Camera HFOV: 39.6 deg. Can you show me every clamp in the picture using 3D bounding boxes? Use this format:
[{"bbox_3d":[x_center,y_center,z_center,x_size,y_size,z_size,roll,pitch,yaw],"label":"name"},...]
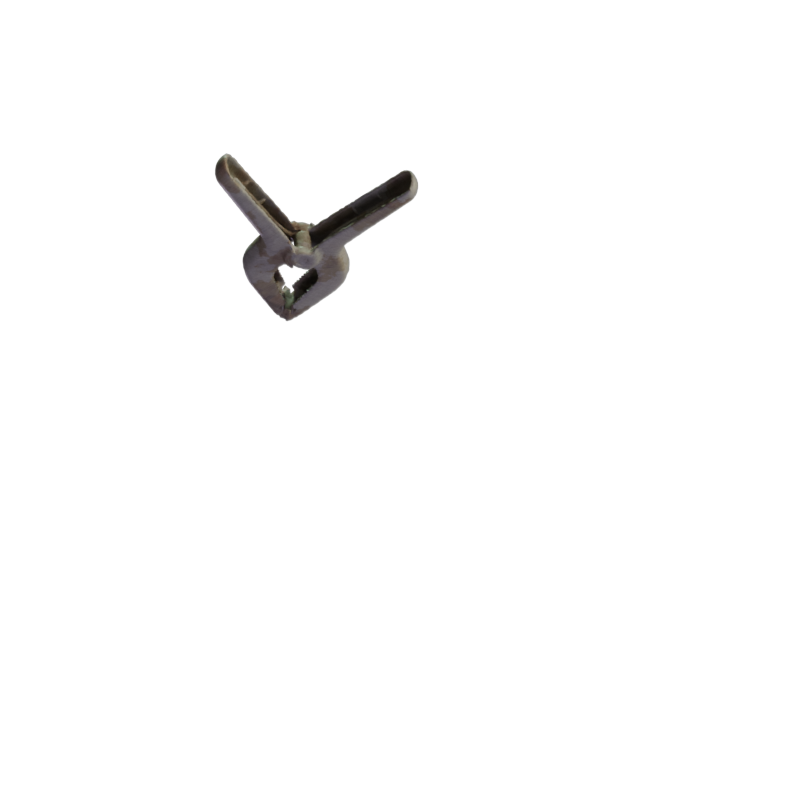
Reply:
[{"bbox_3d":[-0.075,-0.137,0.960,0.164,0.039,0.197,2,-32,-4],"label":"clamp"}]
